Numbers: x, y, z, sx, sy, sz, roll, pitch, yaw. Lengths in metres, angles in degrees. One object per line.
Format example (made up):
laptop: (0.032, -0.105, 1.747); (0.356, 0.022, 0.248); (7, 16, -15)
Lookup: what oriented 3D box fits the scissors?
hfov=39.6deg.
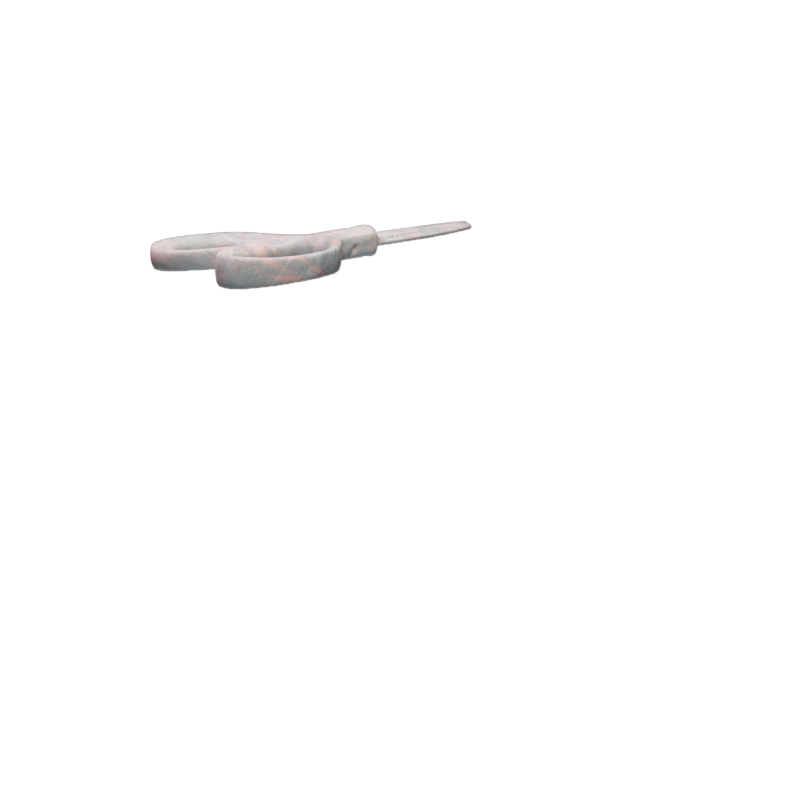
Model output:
scissors: (-0.042, -0.077, 0.538); (0.099, 0.015, 0.200); (6, 16, 22)
